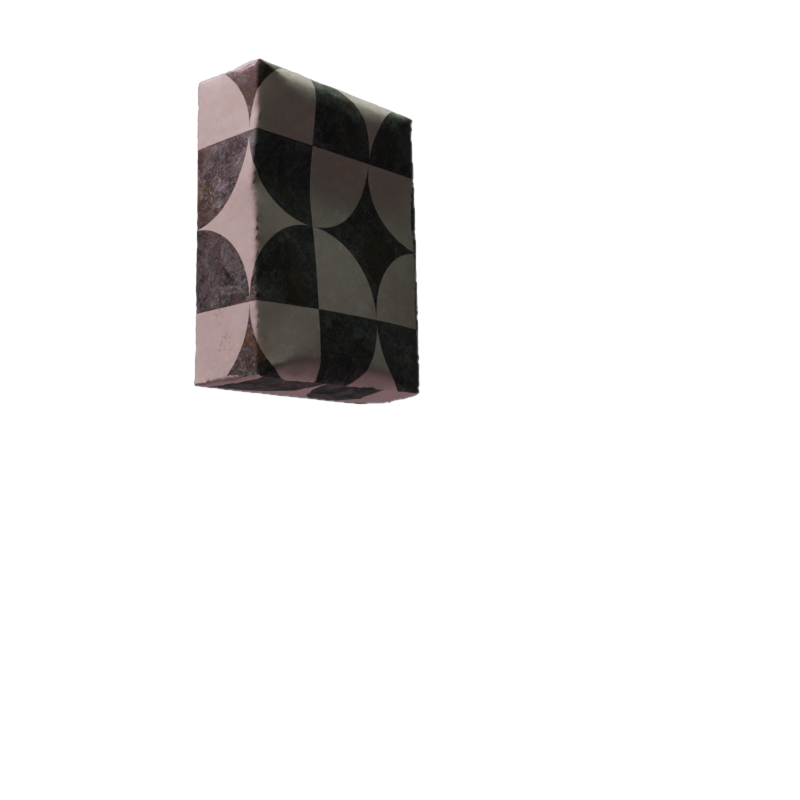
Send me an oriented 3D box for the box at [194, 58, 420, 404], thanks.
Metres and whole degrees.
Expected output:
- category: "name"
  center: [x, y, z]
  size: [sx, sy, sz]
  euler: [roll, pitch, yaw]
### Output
- category: "box"
  center: [-0.061, -0.111, 0.775]
  size: [0.073, 0.221, 0.155]
  euler: [-13, -17, 41]
